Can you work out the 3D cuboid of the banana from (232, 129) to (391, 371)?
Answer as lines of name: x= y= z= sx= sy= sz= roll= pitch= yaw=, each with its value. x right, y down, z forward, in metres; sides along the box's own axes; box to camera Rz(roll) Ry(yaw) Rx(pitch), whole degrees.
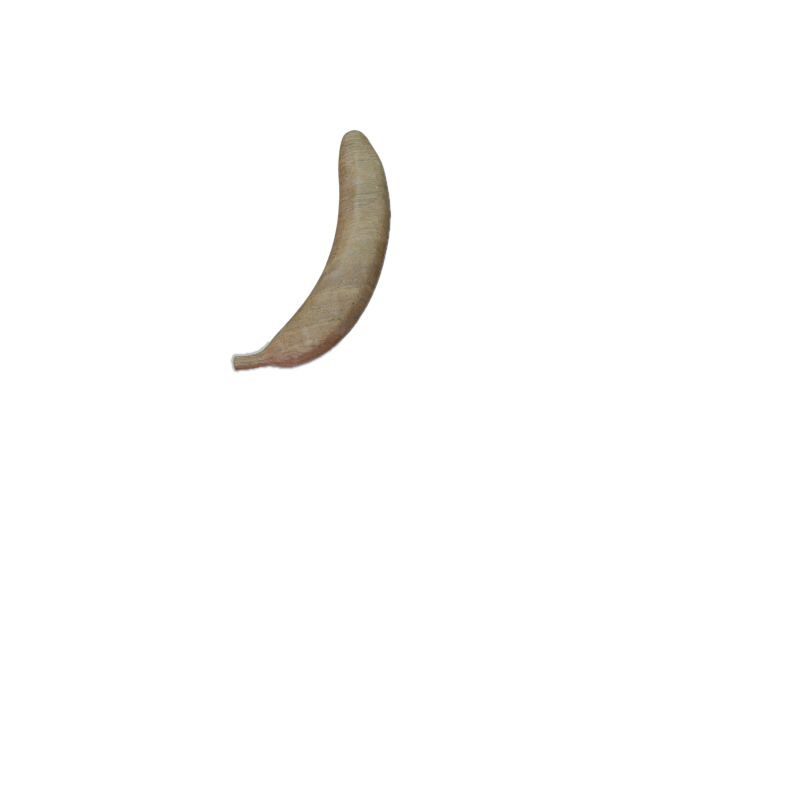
banana: x=-0.045 y=-0.099 z=0.764 sx=0.071 sy=0.204 sz=0.035 roll=21 pitch=-21 yaw=7
